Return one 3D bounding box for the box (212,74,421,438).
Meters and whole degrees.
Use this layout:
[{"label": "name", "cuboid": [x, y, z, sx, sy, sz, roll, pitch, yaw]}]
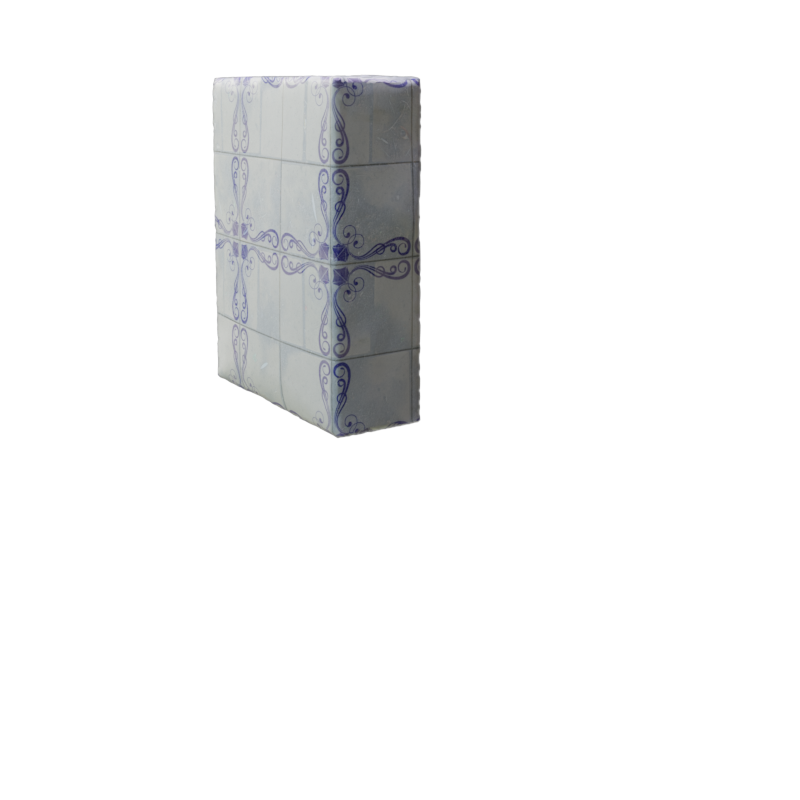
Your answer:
[{"label": "box", "cuboid": [-0.057, -0.103, 0.722, 0.070, 0.209, 0.173, -5, 13, -33]}]
